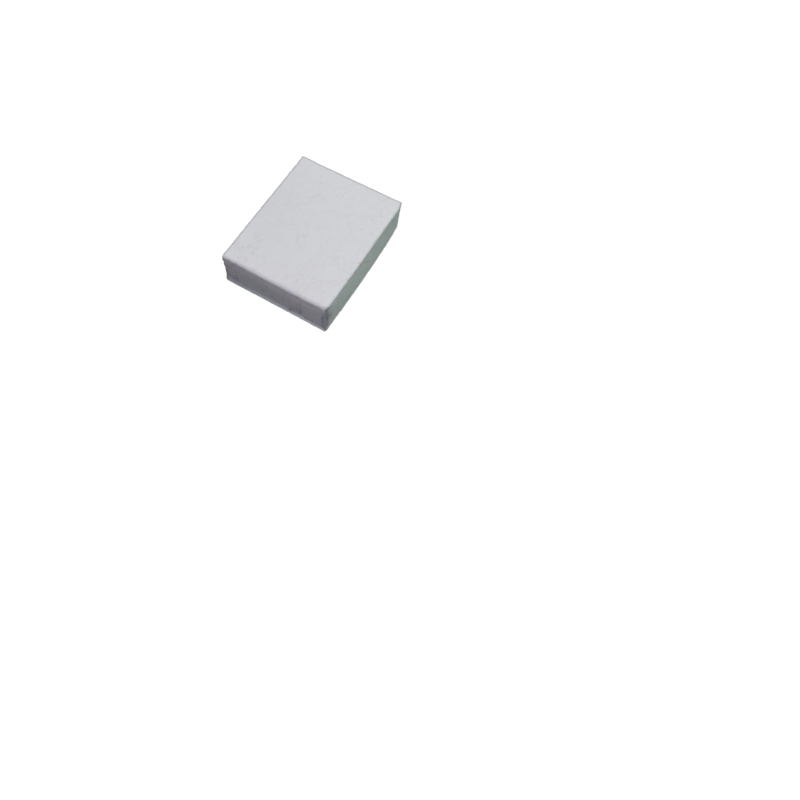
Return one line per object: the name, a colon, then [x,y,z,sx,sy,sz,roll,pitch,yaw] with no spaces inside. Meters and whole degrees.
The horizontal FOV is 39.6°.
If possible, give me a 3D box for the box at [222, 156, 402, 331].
box: [-0.065,-0.118,0.828,0.093,0.117,0.036,26,-29,16]
